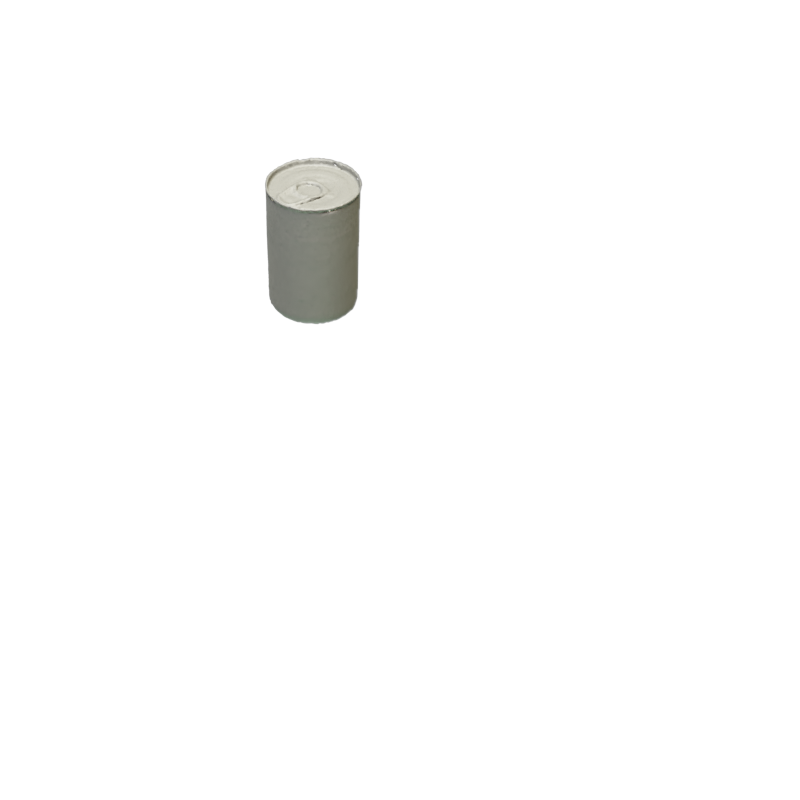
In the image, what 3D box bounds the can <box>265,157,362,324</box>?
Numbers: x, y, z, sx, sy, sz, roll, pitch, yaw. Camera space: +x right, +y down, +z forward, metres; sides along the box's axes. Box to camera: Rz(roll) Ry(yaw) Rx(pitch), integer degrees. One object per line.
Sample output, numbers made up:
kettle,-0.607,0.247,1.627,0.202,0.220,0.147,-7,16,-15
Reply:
can,-0.063,-0.115,0.803,0.068,0.095,0.073,0,39,-3
